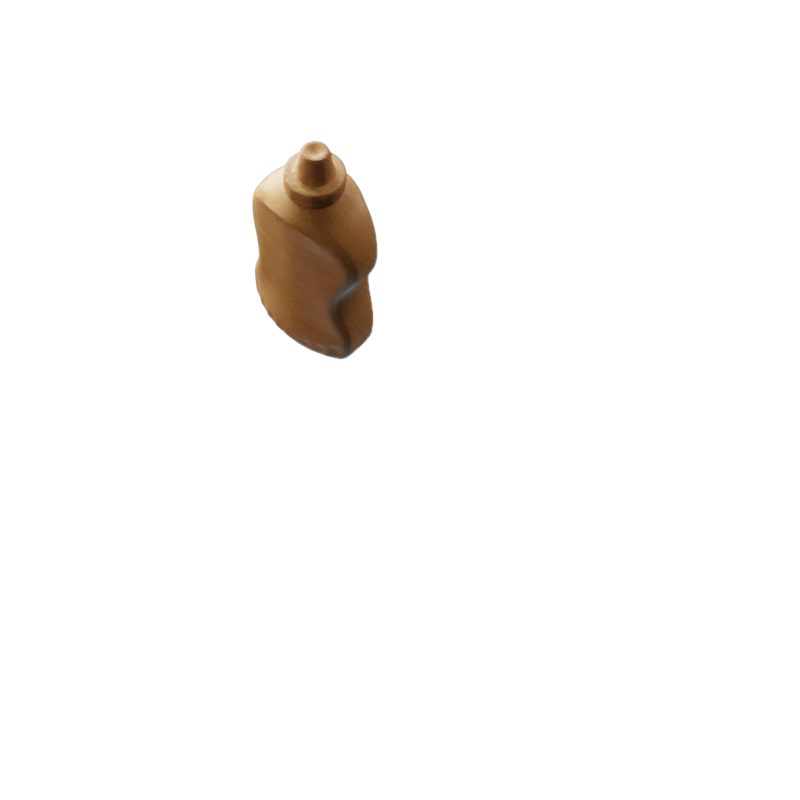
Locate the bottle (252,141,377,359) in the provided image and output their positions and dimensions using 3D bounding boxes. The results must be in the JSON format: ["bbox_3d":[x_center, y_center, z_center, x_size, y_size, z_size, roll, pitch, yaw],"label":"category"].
[{"bbox_3d":[-0.060,-0.110,0.766,0.059,0.101,0.180,-40,-21,-23],"label":"bottle"}]
